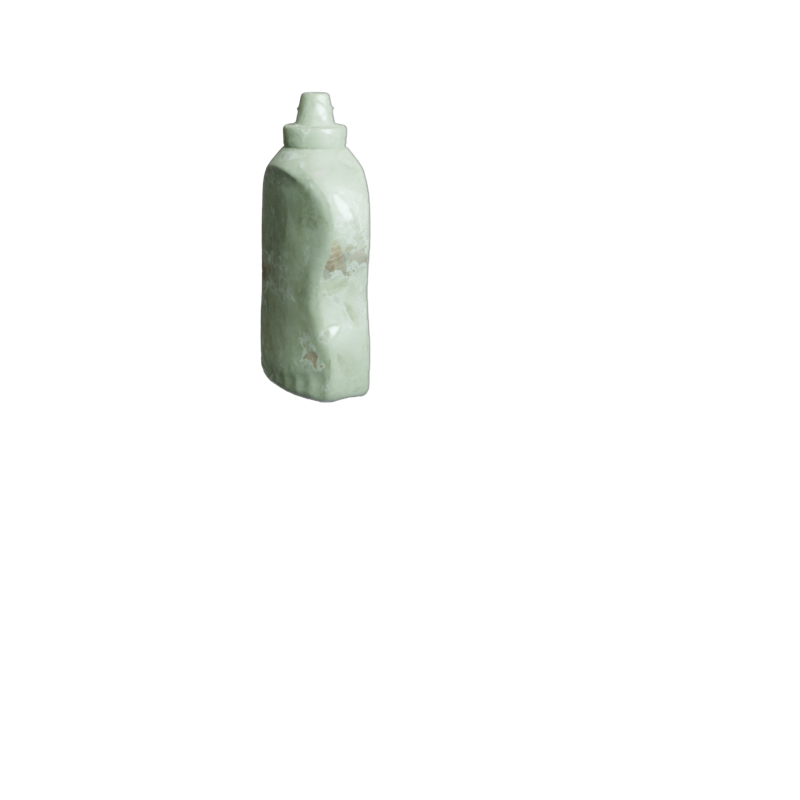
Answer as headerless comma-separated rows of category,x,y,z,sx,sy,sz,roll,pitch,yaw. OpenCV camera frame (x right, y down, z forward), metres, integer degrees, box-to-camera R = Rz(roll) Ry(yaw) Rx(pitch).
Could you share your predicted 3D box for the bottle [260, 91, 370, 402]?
bottle,-0.056,-0.103,0.718,0.057,0.186,0.102,-7,16,-29
